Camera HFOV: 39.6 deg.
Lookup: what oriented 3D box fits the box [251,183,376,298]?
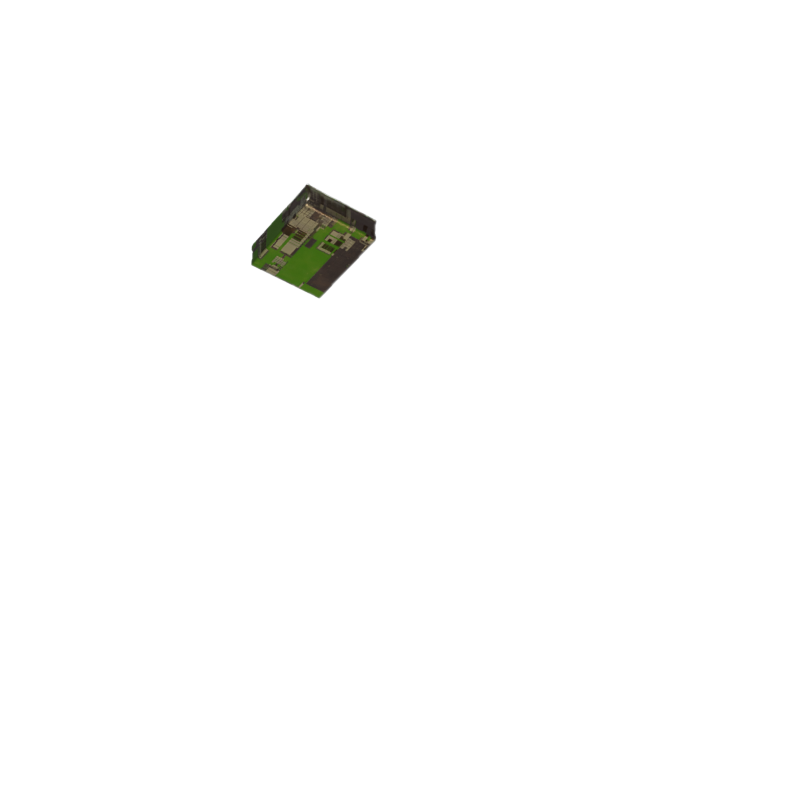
[{"bbox_3d":[-0.074,-0.136,0.952,0.070,0.032,0.087,27,-50,-25],"label":"box"}]
